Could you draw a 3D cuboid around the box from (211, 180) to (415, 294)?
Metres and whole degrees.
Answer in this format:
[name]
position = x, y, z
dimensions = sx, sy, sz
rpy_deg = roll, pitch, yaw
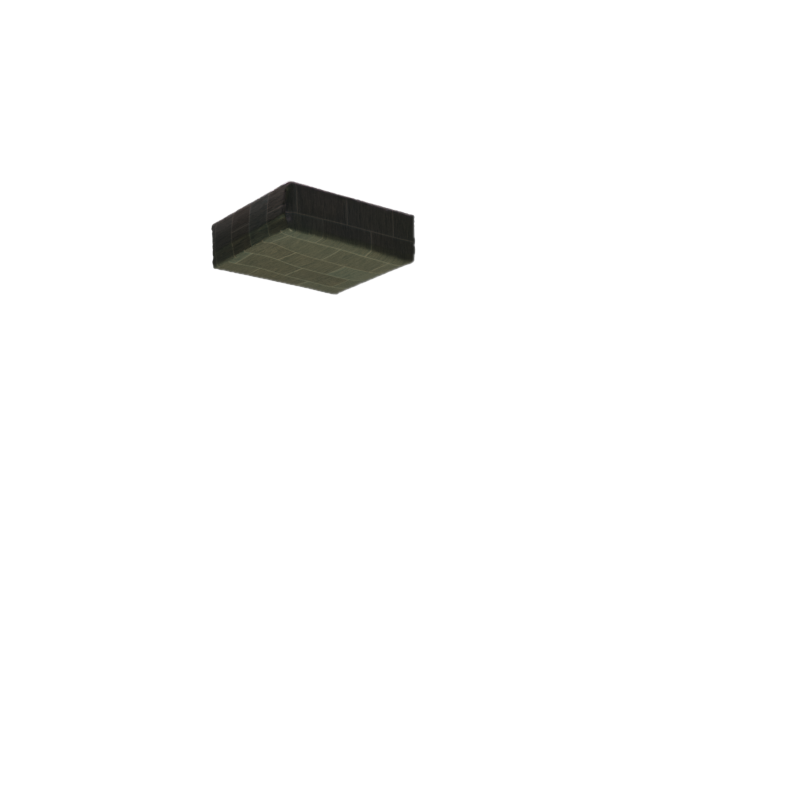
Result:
[box]
position = -0.059, -0.108, 0.759
dimensions = 0.108, 0.041, 0.091
rpy_deg = 12, -19, -38
